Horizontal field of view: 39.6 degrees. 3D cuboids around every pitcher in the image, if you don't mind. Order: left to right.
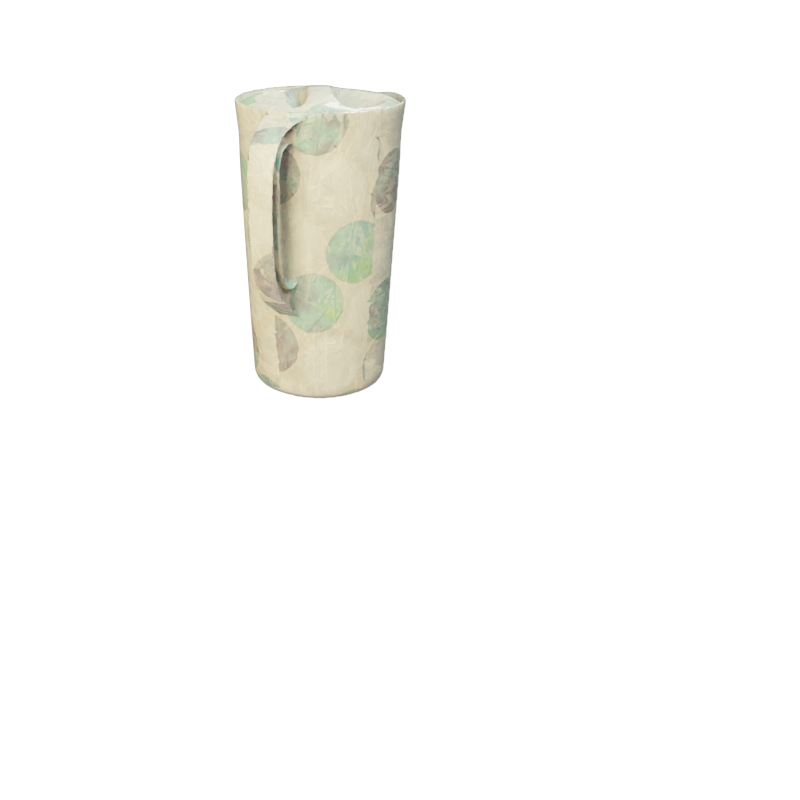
[{"bbox_3d":[-0.070,-0.127,0.888,0.146,0.233,0.154,-7,20,-23],"label":"pitcher"}]
